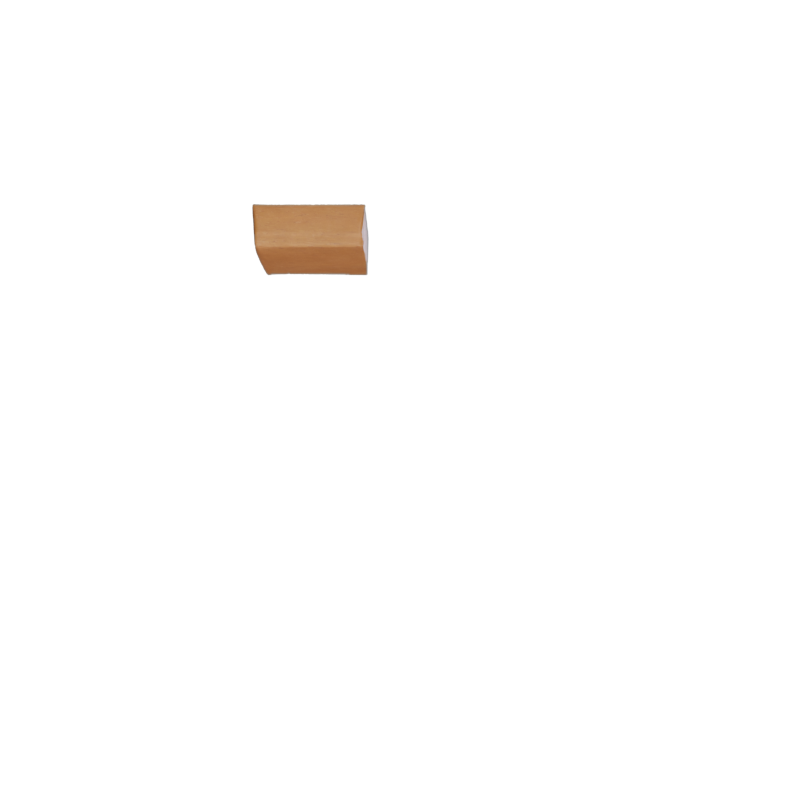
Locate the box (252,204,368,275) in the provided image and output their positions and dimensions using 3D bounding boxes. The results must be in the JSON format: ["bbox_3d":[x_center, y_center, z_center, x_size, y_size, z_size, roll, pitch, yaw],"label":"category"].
[{"bbox_3d":[-0.072,-0.130,0.913,0.090,0.040,0.111,0,-5,1],"label":"box"}]
